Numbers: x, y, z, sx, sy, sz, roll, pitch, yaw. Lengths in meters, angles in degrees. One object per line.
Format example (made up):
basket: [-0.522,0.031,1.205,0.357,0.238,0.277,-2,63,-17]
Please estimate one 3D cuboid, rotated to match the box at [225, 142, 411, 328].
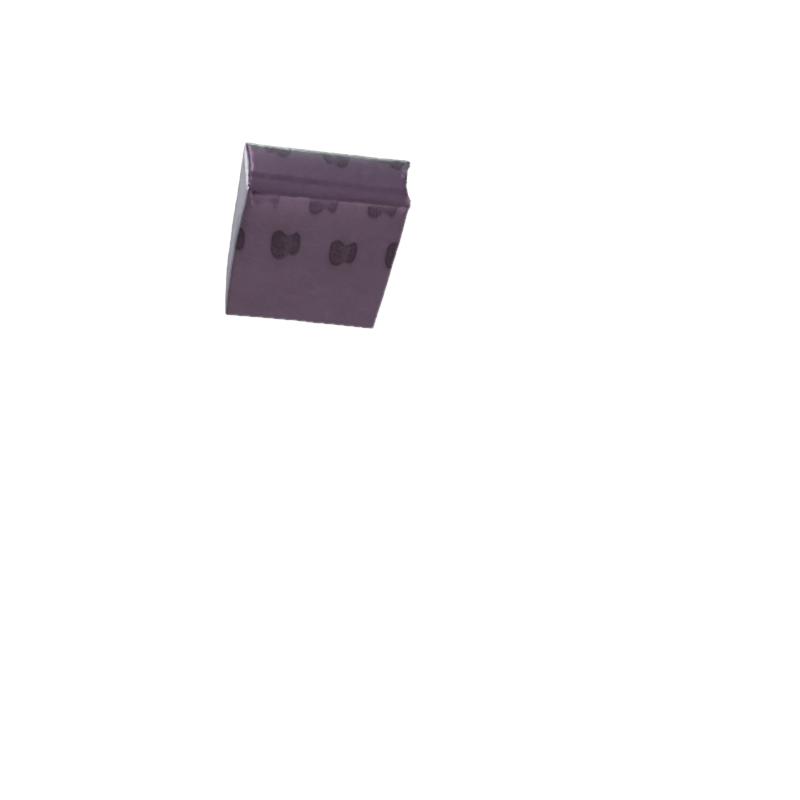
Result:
box: [-0.048,-0.088,0.617,0.089,0.042,0.107,6,-34,-9]
